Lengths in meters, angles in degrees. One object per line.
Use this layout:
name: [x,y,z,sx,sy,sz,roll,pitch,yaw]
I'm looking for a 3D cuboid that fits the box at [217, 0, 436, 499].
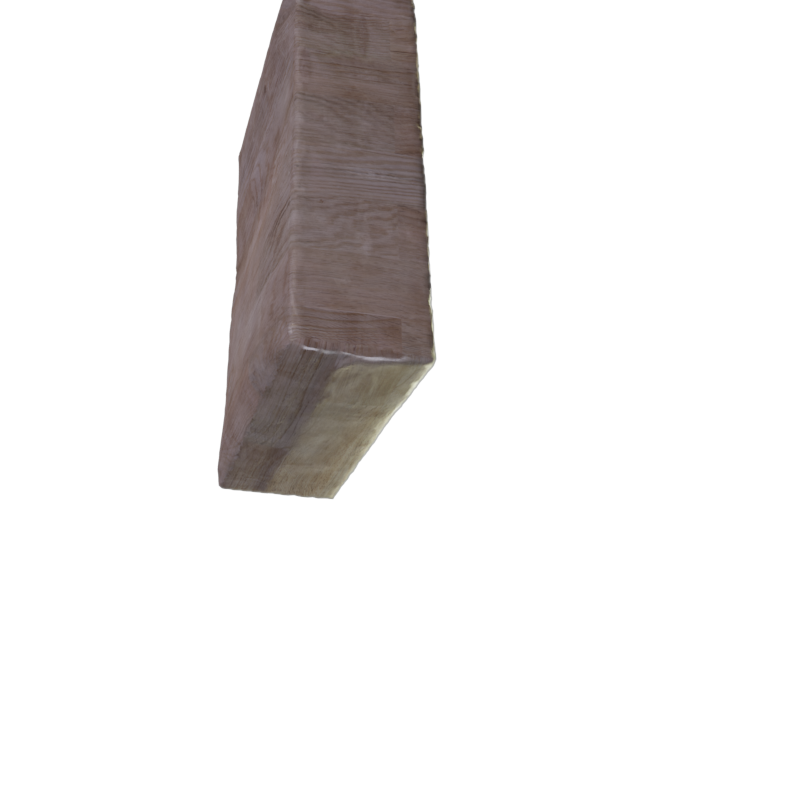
box: [-0.044,-0.081,0.564,0.070,0.228,0.157,7,-31,-16]
